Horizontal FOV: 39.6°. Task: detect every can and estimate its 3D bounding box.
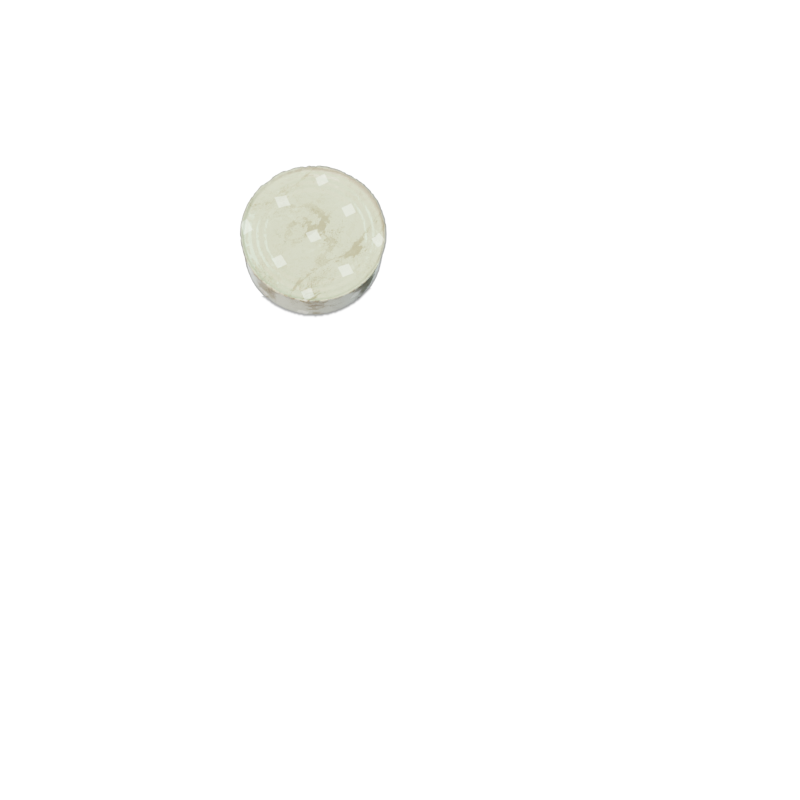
[{"bbox_3d":[-0.052,-0.095,0.664,0.086,0.090,0.032,-1,-20,-1],"label":"can"}]
